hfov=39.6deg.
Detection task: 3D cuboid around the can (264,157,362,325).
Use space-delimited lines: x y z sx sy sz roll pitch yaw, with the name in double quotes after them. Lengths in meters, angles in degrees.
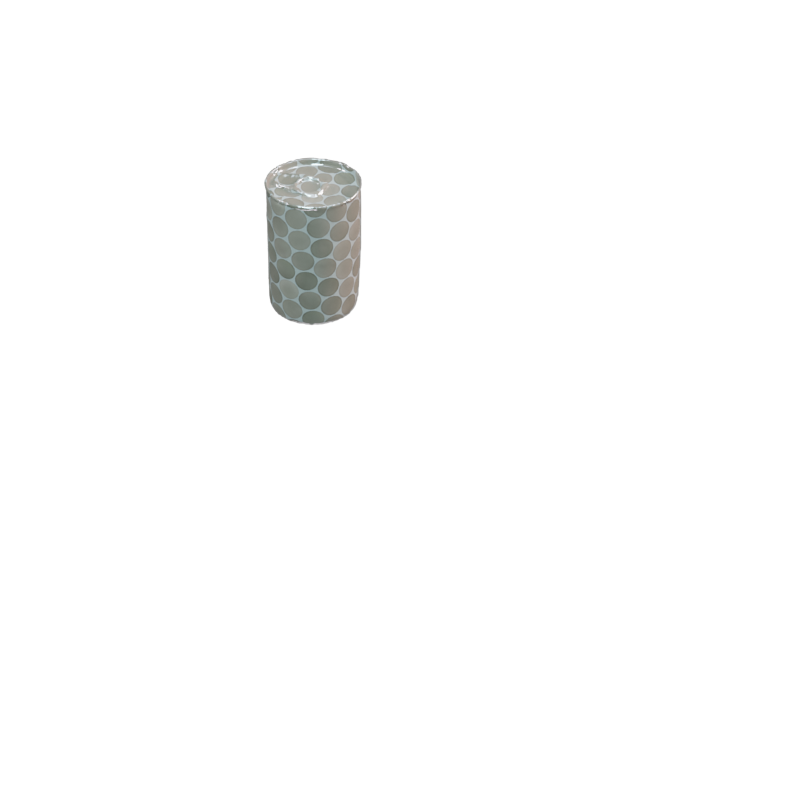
-0.063 -0.114 0.799 0.068 0.096 0.073 0 38 -3 "can"
